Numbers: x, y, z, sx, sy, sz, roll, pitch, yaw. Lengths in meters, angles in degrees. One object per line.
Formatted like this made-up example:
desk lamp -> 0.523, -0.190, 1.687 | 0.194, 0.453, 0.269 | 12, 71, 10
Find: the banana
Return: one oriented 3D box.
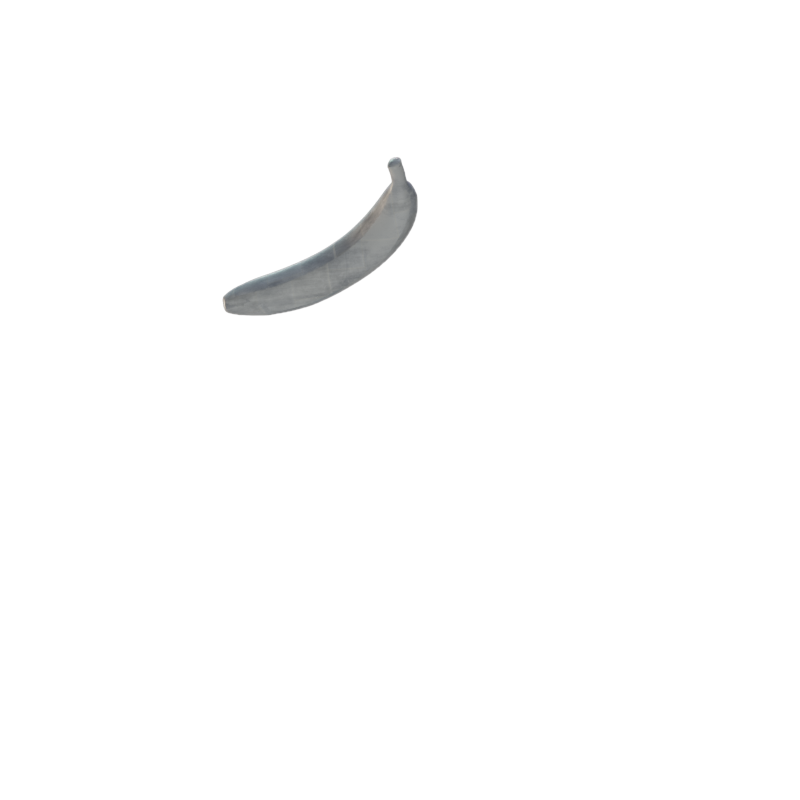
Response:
banana -> -0.053, -0.116, 0.875 | 0.196, 0.039, 0.066 | -37, -60, 24
